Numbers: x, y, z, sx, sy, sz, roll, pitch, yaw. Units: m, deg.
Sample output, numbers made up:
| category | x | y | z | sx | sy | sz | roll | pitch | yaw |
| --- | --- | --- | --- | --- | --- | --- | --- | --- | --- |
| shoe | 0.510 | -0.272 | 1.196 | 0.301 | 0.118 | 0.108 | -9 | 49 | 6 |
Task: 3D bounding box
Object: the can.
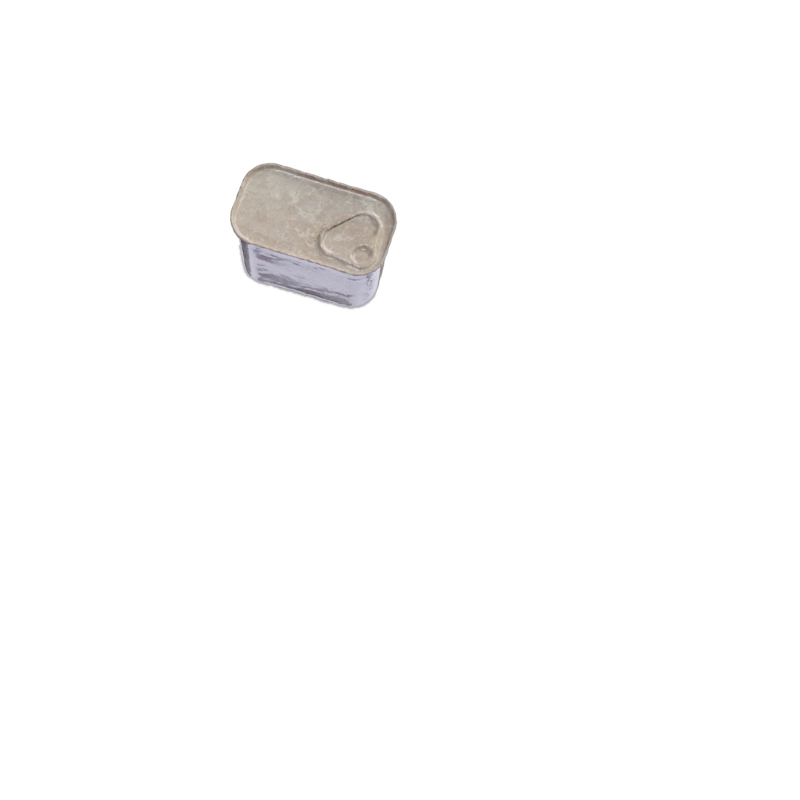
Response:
| category | x | y | z | sx | sy | sz | roll | pitch | yaw |
| --- | --- | --- | --- | --- | --- | --- | --- | --- | --- |
| can | -0.057 | -0.104 | 0.731 | 0.103 | 0.059 | 0.080 | 17 | -16 | 4 |
